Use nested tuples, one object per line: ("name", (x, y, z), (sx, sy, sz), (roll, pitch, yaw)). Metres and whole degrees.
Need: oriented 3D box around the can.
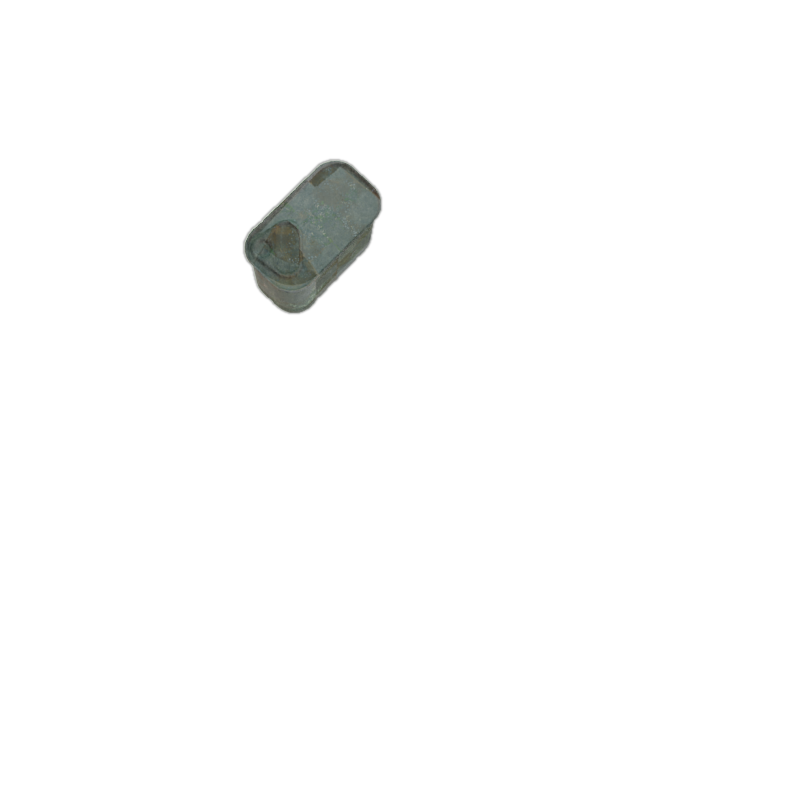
("can", (-0.064, -0.116, 0.815), (0.059, 0.103, 0.081), (43, -11, 6))
